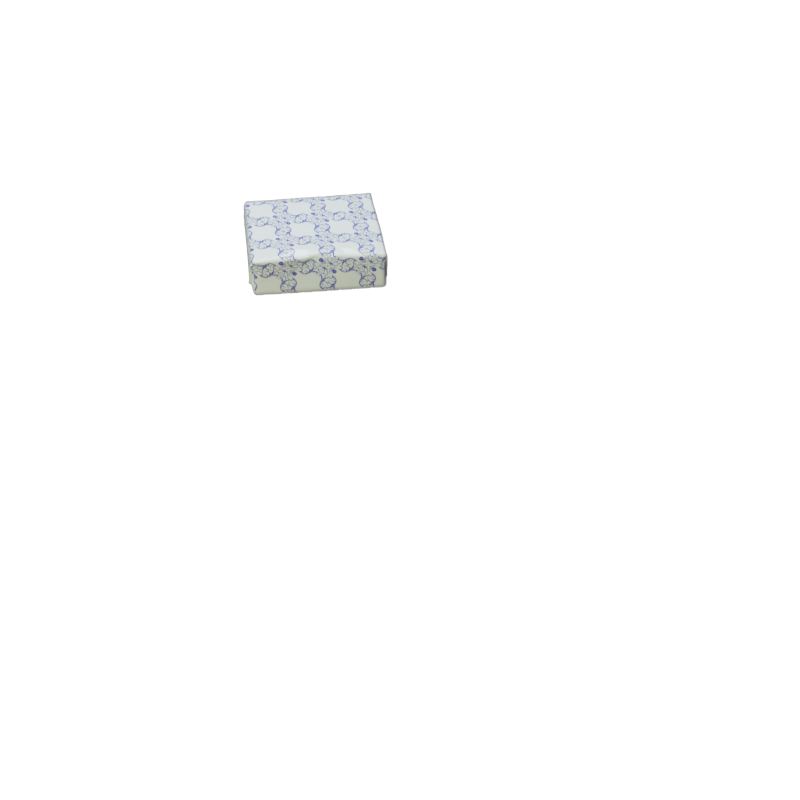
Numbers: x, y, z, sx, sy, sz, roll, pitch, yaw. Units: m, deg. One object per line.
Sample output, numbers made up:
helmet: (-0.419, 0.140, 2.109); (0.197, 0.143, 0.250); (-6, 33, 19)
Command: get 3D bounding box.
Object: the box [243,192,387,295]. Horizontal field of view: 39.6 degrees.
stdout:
box: (-0.058, -0.105, 0.733); (0.089, 0.028, 0.079); (-5, 40, -6)
